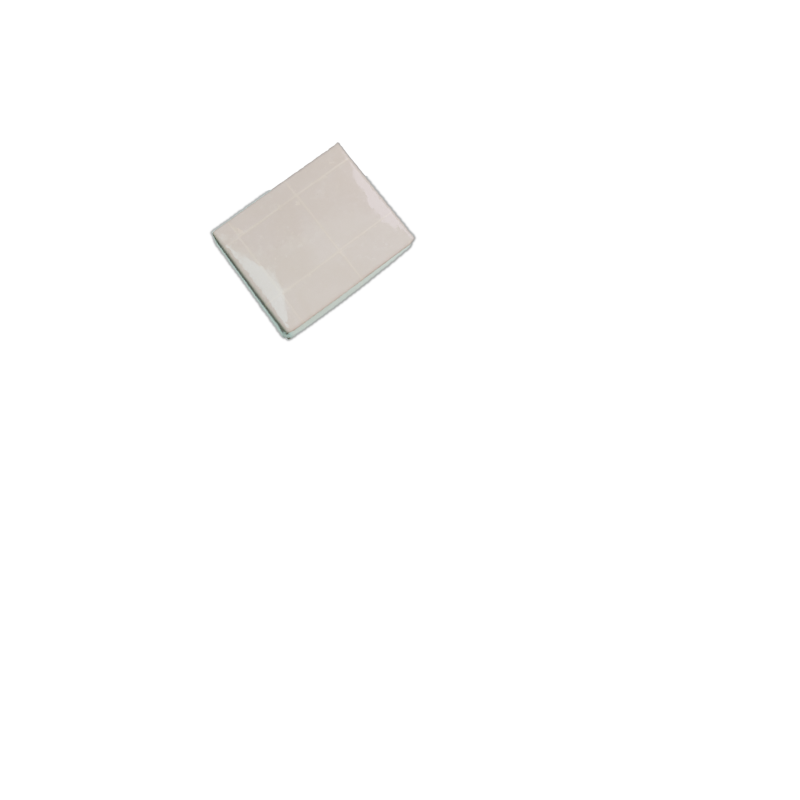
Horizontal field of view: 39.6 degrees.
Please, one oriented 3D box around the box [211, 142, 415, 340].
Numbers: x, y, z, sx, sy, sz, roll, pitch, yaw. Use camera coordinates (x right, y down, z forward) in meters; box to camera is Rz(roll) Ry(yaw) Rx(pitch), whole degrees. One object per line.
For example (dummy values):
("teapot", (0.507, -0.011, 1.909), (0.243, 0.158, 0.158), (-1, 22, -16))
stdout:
("box", (-0.061, -0.111, 0.775), (0.114, 0.093, 0.038), (-37, -11, -9))
